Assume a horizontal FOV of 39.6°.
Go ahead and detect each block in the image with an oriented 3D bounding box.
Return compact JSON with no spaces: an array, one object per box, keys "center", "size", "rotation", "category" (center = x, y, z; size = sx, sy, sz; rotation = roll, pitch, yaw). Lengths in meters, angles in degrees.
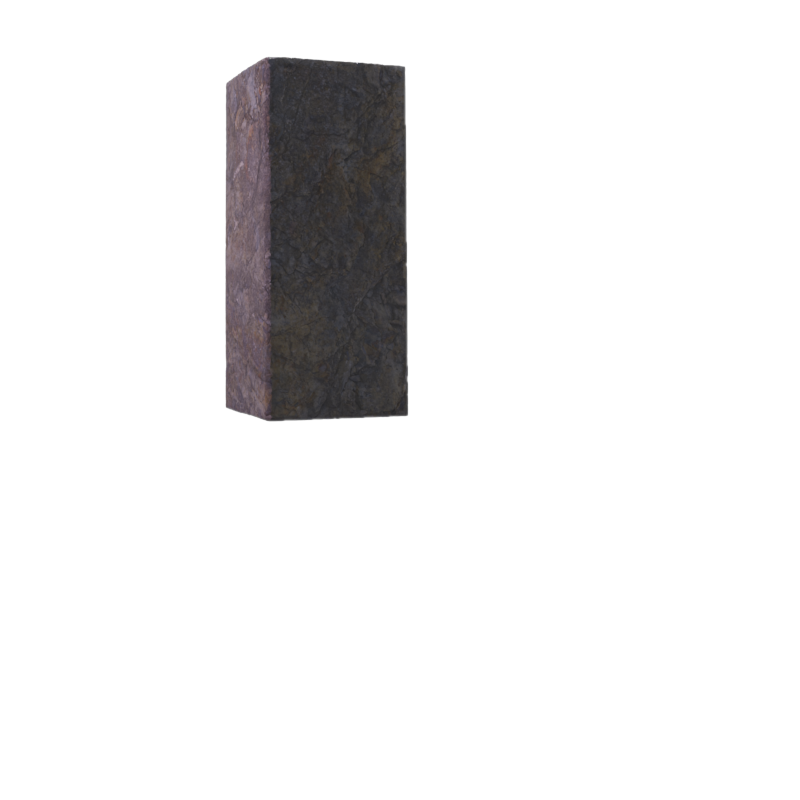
[{"center":[-0.053,-0.097,0.676],"size":[0.088,0.207,0.092],"rotation":[1,-2,-23],"category":"block"}]
